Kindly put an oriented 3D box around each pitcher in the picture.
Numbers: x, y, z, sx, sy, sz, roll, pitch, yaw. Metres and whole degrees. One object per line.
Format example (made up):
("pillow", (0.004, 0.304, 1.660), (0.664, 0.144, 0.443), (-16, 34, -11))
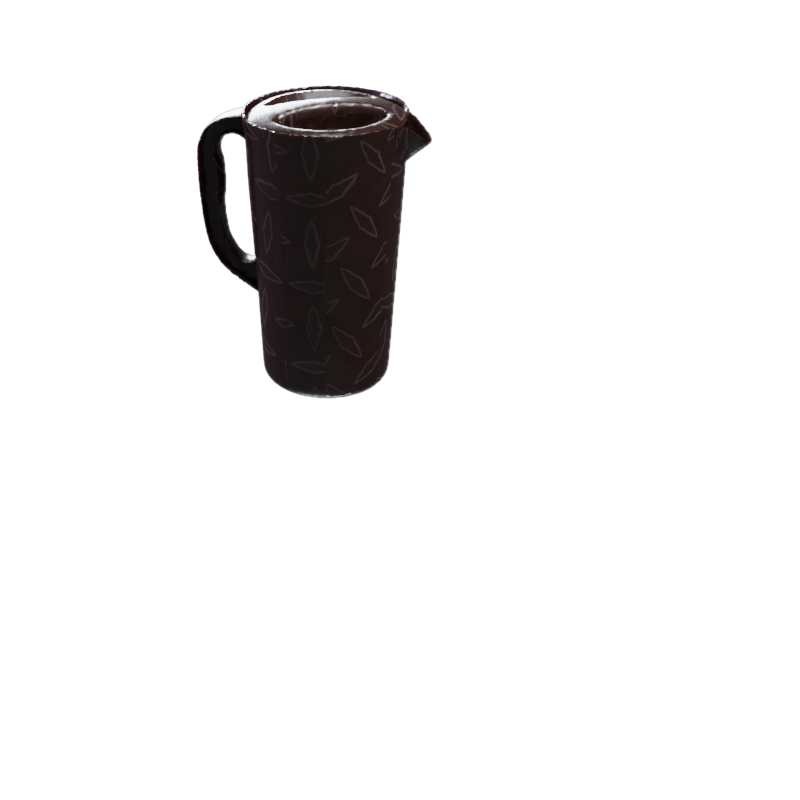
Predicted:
("pitcher", (-0.071, -0.130, 0.913), (0.142, 0.230, 0.160), (-16, 32, -31))
